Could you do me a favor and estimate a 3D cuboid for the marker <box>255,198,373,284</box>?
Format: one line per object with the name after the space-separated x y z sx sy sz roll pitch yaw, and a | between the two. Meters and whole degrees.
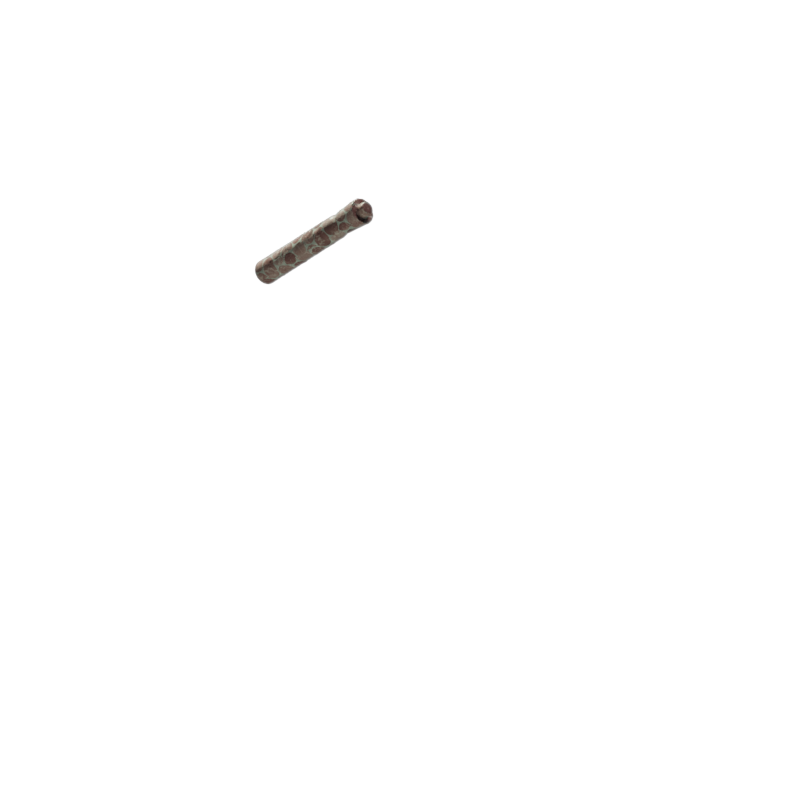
-0.061 -0.111 0.780 0.019 0.020 0.121 -3 -14 -43 | marker
